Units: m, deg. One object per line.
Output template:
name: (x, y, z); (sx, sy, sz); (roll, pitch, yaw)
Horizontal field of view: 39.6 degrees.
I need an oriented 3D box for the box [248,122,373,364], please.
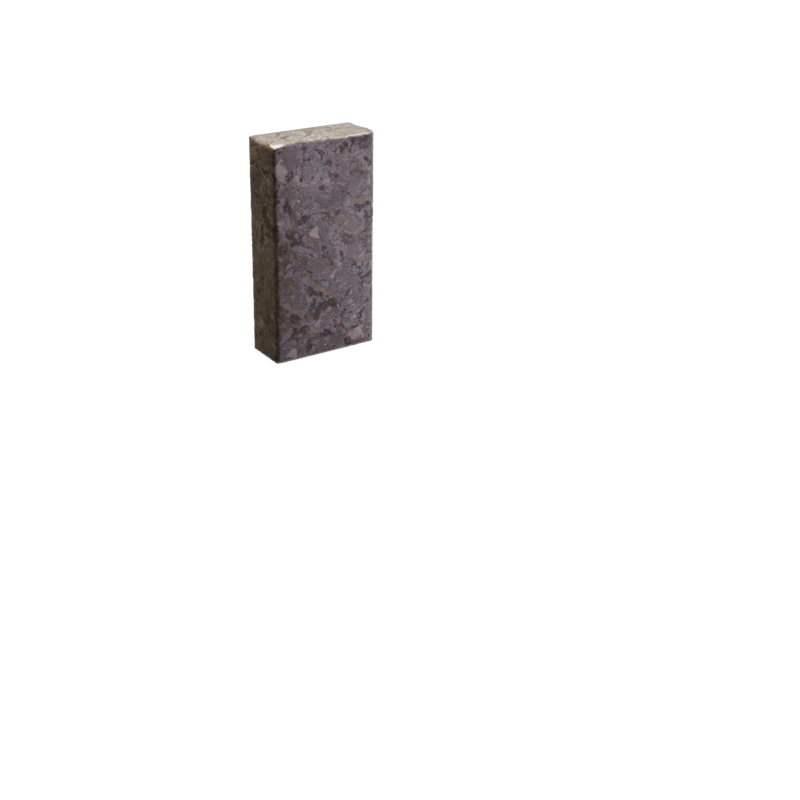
box: (-0.068, -0.124, 0.873); (0.091, 0.168, 0.051); (-13, 26, -31)
